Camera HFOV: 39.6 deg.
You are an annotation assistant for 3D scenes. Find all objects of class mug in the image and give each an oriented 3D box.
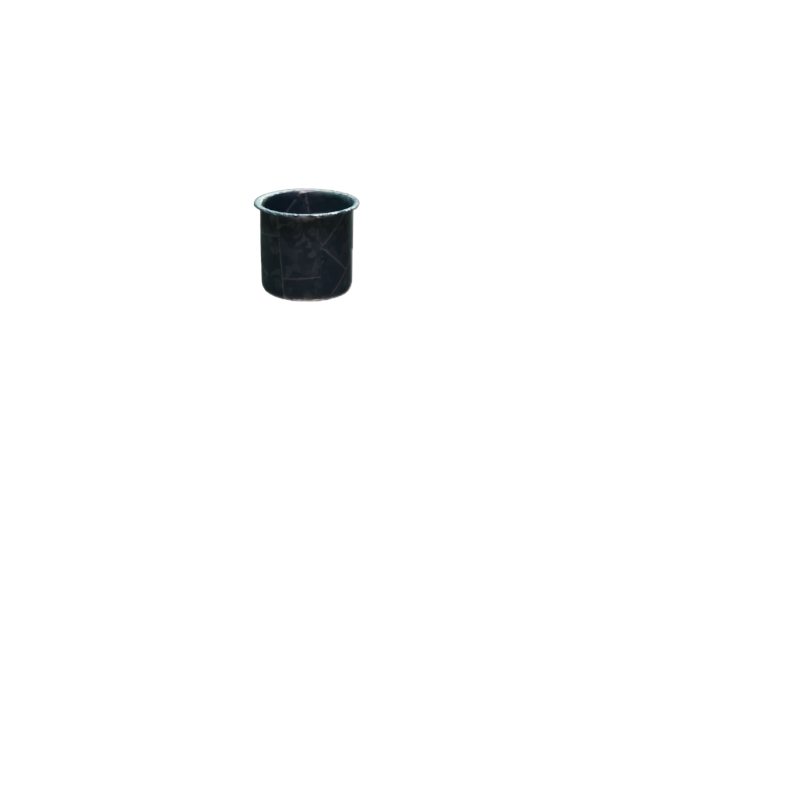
[{"bbox_3d":[-0.078,-0.142,0.993,0.097,0.078,0.118,11,24,24],"label":"mug"}]
